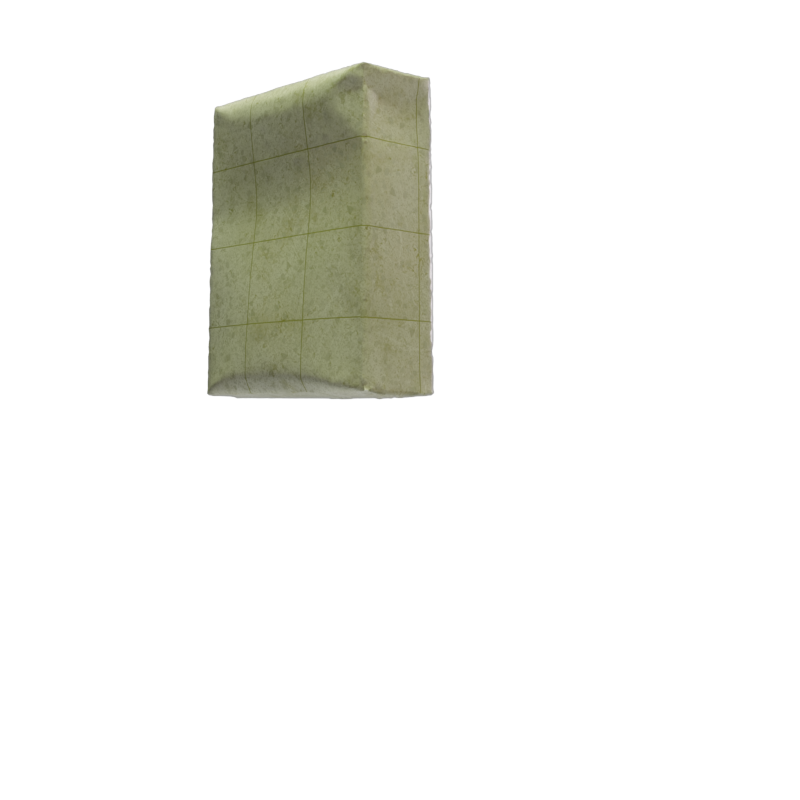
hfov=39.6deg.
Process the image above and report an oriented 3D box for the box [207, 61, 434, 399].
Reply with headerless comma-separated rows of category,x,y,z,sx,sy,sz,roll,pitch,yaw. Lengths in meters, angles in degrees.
box,-0.060,-0.109,0.763,0.068,0.217,0.169,6,-8,-45
